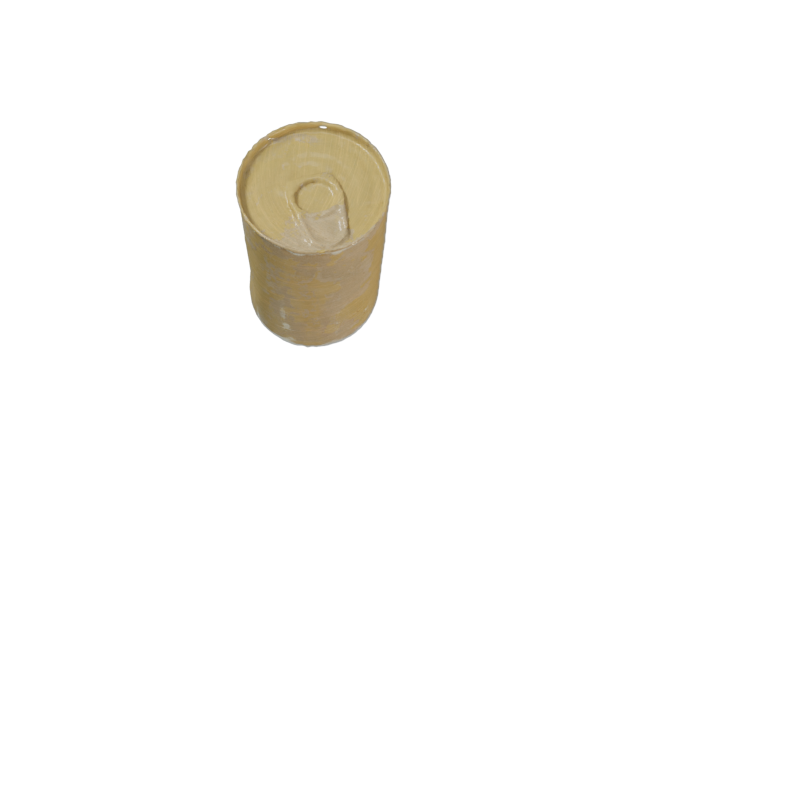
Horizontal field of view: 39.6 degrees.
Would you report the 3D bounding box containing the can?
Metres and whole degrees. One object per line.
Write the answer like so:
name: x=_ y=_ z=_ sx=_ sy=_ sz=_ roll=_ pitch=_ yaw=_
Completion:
can: x=-0.041 y=-0.075 z=0.526 sx=0.068 sy=0.073 sz=0.097 roll=0 pitch=-25 yaw=-3
